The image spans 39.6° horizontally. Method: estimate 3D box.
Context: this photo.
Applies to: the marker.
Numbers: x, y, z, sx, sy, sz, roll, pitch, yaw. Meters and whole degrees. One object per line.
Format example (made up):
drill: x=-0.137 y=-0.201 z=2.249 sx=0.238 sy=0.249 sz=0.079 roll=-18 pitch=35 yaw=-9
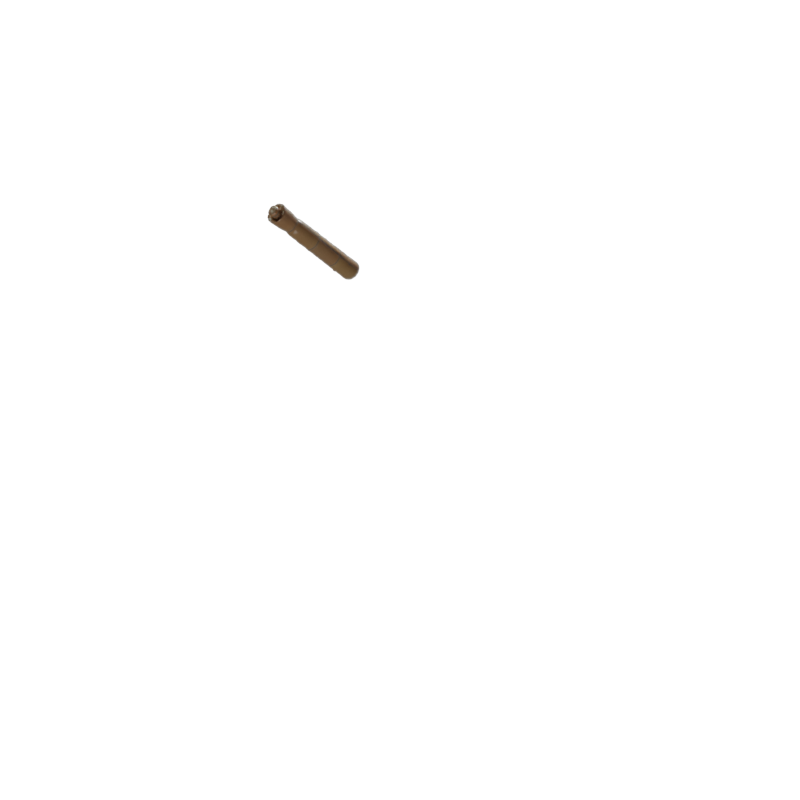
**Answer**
marker: x=-0.077 y=-0.141 z=0.990 sx=0.021 sy=0.020 sz=0.112 roll=3 pitch=-20 yaw=39
